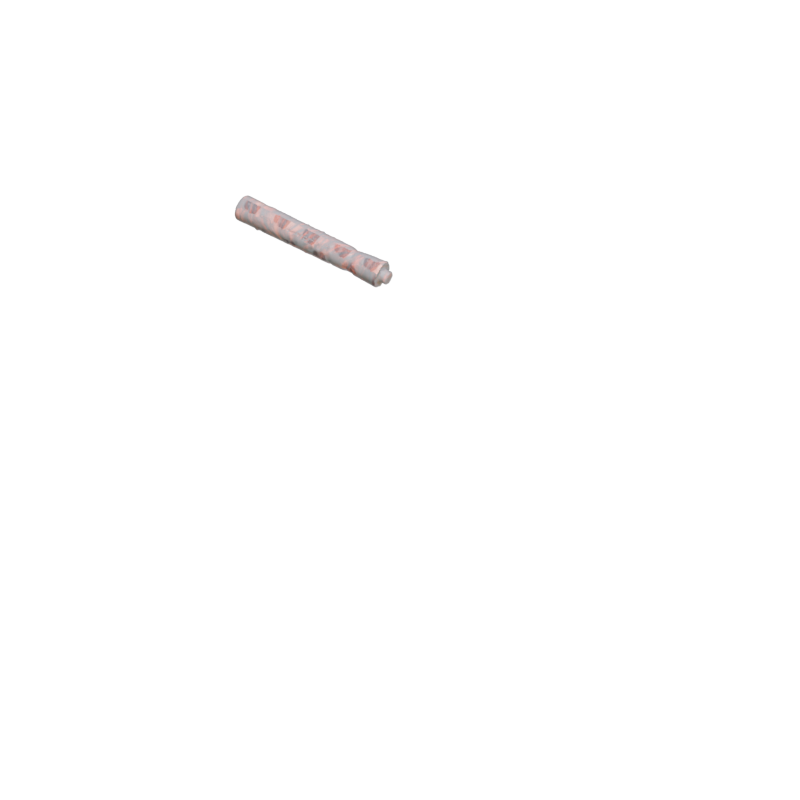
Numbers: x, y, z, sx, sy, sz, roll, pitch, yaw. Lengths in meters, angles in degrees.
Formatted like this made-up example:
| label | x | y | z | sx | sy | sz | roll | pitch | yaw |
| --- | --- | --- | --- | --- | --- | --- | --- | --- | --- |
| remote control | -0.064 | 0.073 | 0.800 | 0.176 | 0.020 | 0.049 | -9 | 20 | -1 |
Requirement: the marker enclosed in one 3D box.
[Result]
| label | x | y | z | sx | sy | sz | roll | pitch | yaw |
| --- | --- | --- | --- | --- | --- | --- | --- | --- | --- |
| marker | -0.059 | -0.107 | 0.751 | 0.127 | 0.019 | 0.019 | 28 | 14 | 23 |
